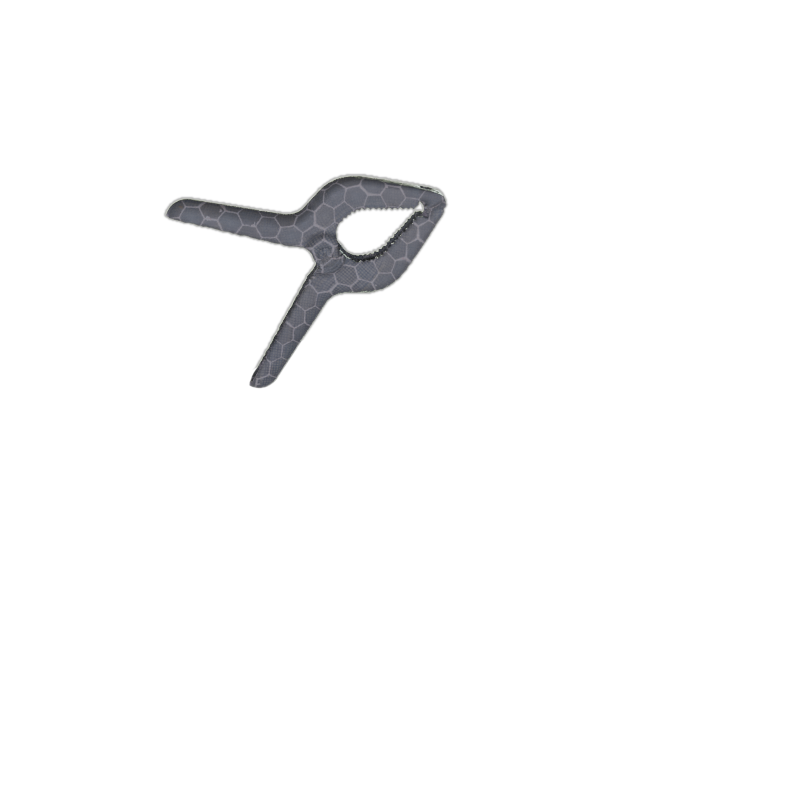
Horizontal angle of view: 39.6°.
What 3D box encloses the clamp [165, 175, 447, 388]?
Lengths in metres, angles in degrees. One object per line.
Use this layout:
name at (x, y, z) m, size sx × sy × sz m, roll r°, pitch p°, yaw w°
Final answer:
clamp at (-0.067, -0.123, 0.862) m, size 0.210 × 0.159 × 0.038 m, roll -30°, pitch 13°, yaw 7°
